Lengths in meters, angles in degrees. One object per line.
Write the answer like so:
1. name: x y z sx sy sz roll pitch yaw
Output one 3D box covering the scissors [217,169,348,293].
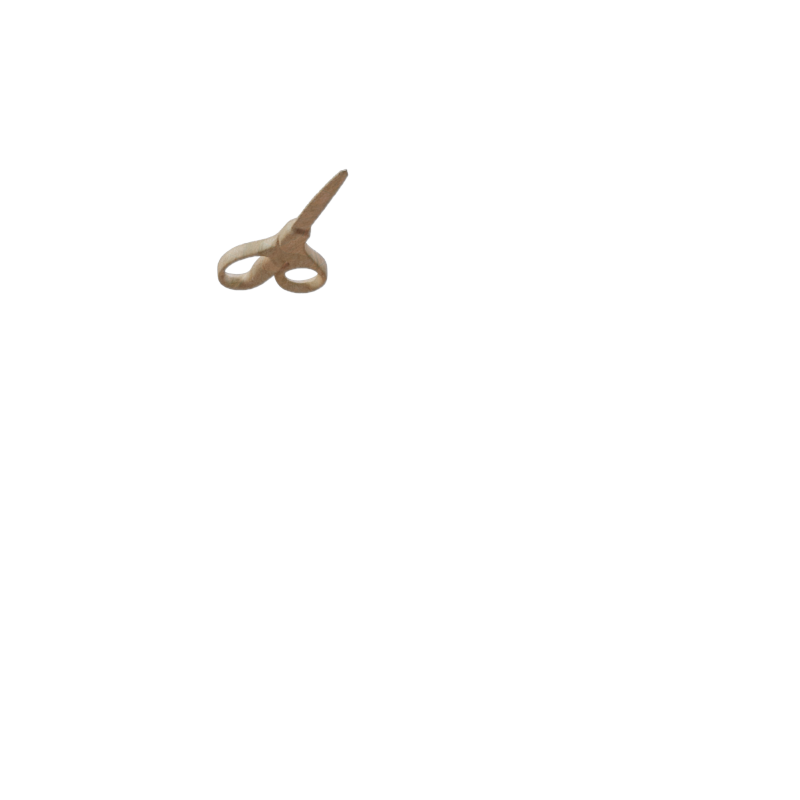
1. scissors: -0.066 -0.119 0.837 0.091 0.017 0.202 15 -24 -36
